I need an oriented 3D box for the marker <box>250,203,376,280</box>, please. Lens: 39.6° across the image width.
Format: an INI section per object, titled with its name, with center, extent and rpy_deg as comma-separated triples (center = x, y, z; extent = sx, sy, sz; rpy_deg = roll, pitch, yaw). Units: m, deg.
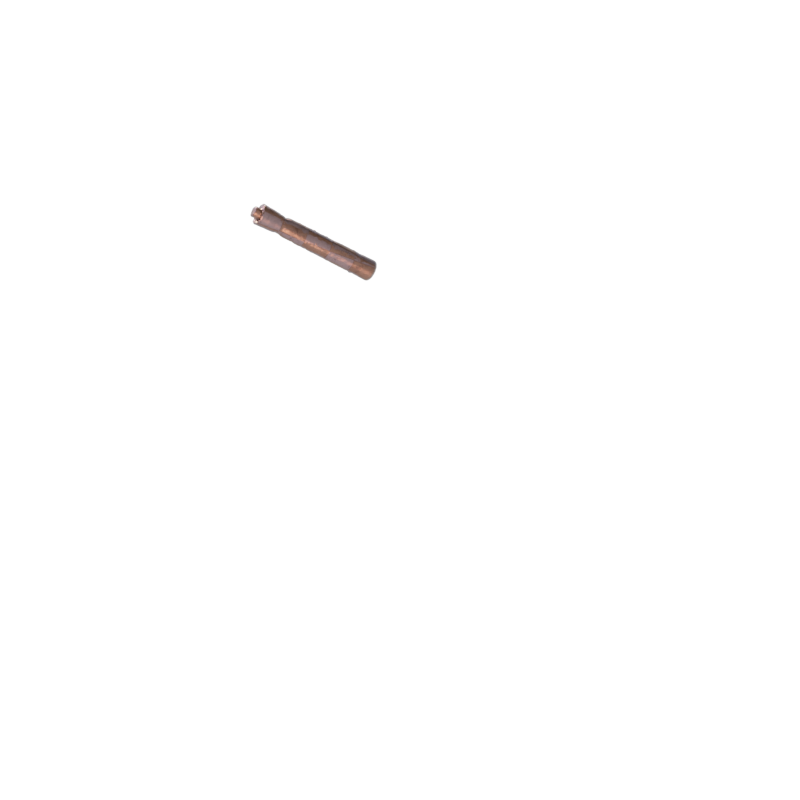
[marker]
center = -0.074, -0.135, 0.942
extent = 0.115, 0.020, 0.020
rpy_deg = 25, -7, -23
